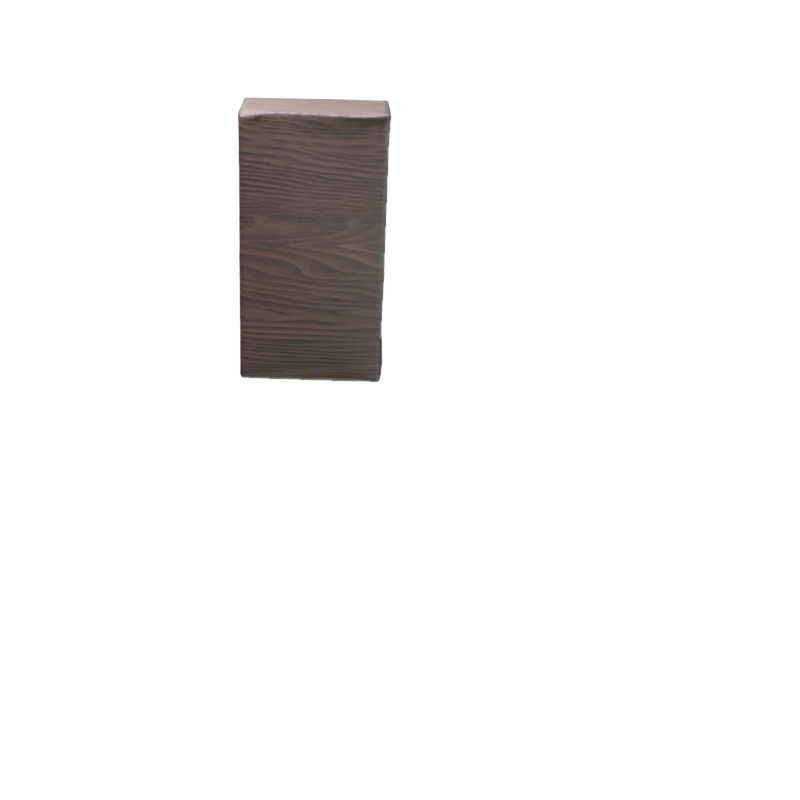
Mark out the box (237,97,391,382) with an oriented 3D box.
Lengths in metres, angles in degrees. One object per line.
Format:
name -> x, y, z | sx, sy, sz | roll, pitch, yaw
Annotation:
box -> -0.055, -0.099, 0.697 | 0.093, 0.167, 0.050 | 2, 24, 0
